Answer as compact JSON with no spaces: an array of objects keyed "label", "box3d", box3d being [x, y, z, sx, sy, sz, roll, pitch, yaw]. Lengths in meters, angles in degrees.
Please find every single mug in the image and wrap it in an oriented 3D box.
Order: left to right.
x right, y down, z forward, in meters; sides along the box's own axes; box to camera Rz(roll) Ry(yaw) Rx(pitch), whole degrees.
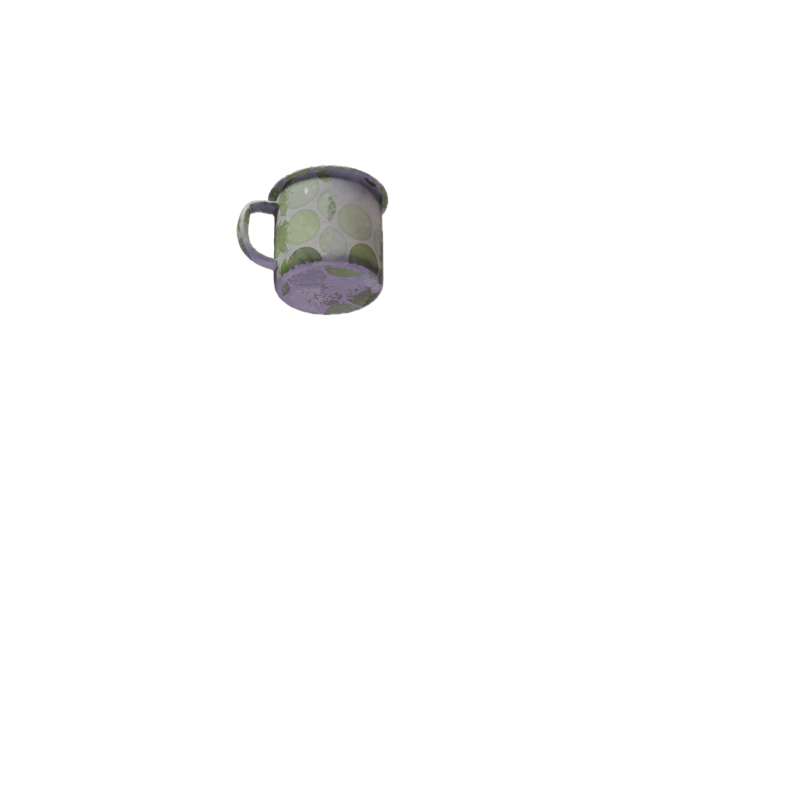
[{"label":"mug","box3d":[-0.065,-0.119,0.831,0.114,0.087,0.090,9,-30,-18]}]
